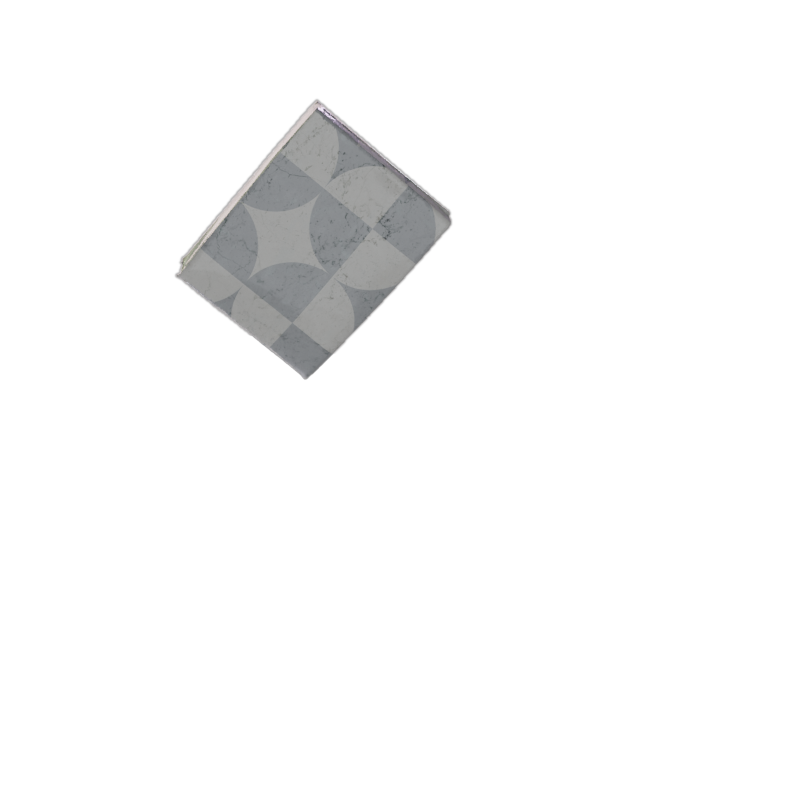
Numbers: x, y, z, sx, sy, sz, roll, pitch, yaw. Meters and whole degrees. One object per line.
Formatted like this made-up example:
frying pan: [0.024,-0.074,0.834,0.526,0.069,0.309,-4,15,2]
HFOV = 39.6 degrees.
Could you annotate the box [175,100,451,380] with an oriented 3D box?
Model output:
box: [-0.044,-0.080,0.561,0.088,0.112,0.040,40,9,-9]
